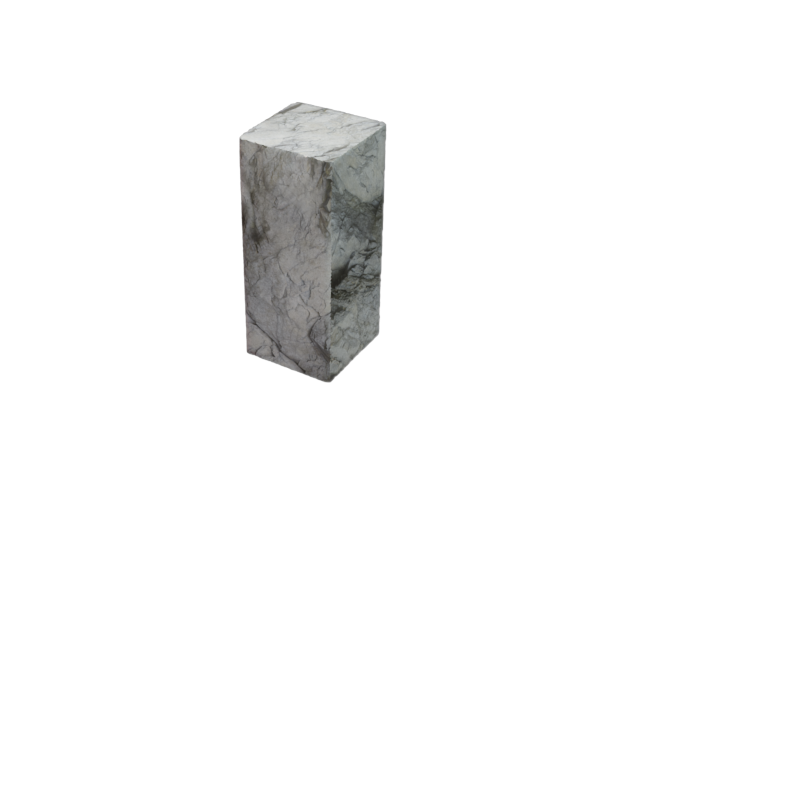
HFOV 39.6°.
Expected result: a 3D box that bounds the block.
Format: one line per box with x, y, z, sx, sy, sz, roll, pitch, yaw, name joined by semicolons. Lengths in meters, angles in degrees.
-0.074;-0.134;0.934;0.094;0.194;0.092;18;36;23;block
